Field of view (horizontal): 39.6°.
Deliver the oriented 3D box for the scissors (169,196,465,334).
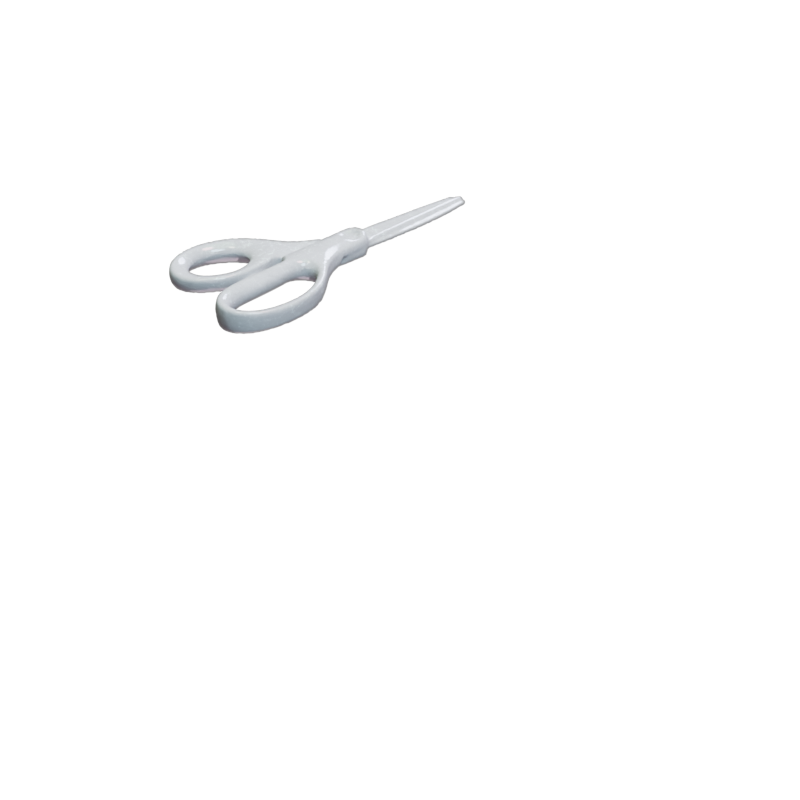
[{"bbox_3d":[-0.049,-0.090,0.628,0.101,0.015,0.204,16,35,24],"label":"scissors"}]
